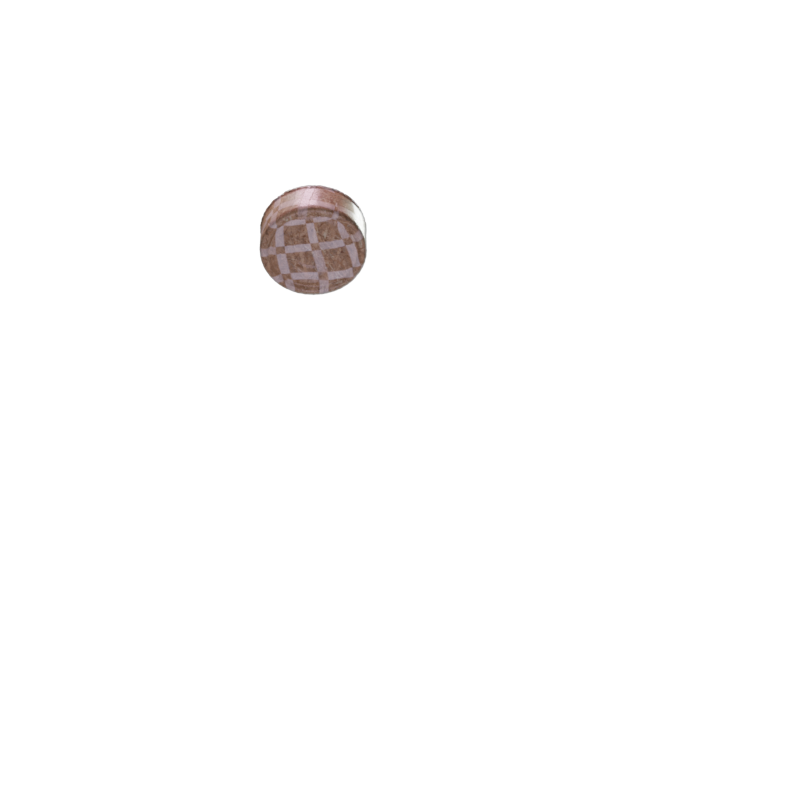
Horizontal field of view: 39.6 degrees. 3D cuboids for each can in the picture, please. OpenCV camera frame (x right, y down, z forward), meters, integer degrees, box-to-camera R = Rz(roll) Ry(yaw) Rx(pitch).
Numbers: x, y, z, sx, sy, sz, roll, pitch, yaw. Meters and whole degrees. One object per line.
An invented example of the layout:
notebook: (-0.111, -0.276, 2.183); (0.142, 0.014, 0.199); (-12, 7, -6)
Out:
can: (-0.069, -0.126, 0.879); (0.086, 0.080, 0.036); (1, 38, -1)
